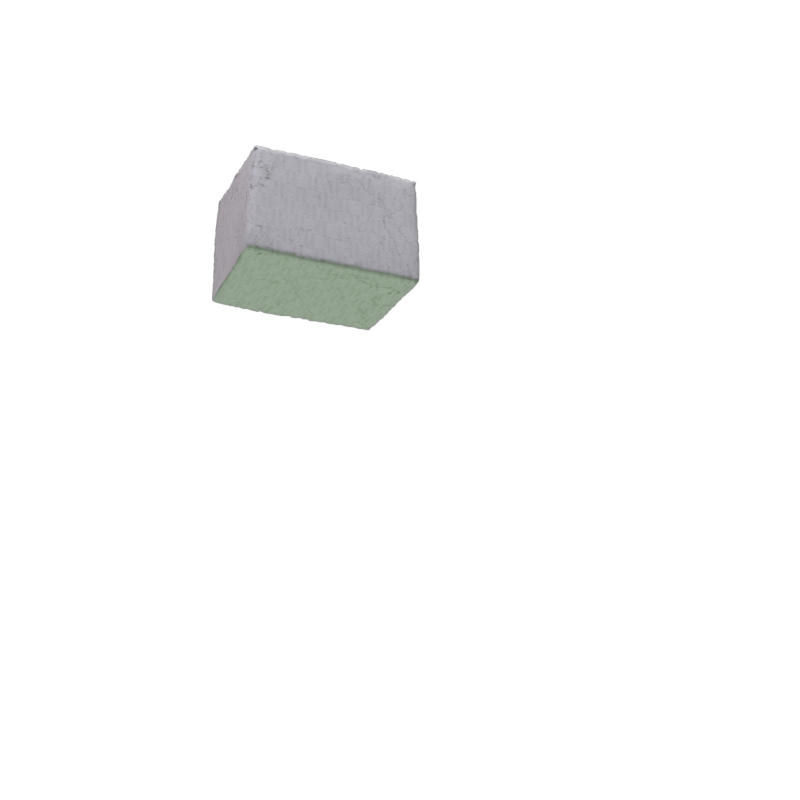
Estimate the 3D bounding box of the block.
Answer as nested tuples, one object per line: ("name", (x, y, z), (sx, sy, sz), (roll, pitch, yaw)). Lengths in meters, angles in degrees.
("block", (-0.038, -0.069, 0.481), (0.075, 0.054, 0.051), (10, -28, -21))
